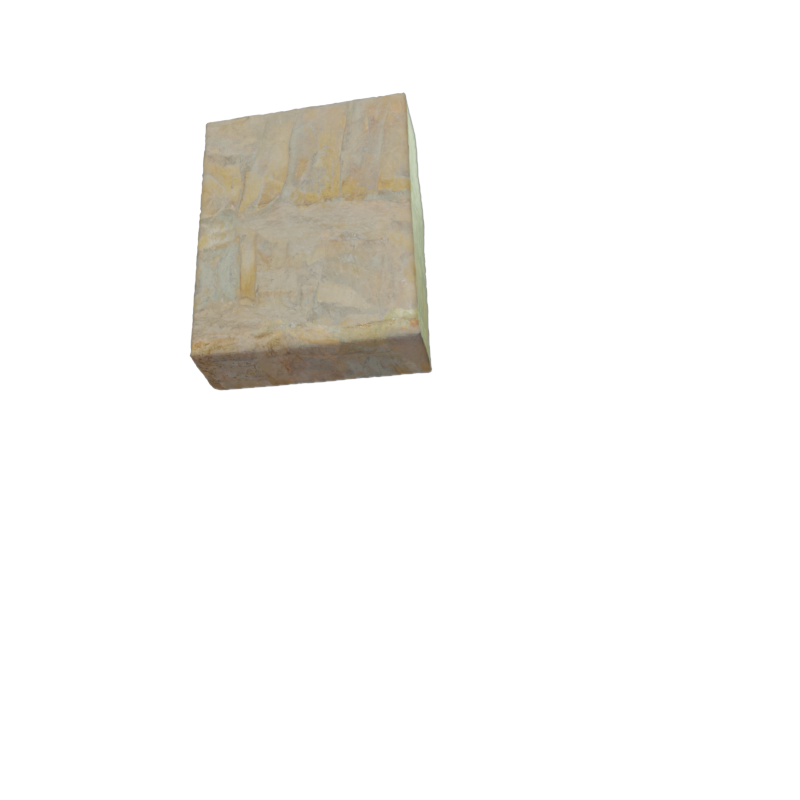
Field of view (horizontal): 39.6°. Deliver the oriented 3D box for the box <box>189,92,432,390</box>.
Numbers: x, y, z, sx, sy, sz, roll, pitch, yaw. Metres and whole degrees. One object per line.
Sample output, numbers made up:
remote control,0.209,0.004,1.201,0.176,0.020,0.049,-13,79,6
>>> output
box,-0.065,-0.119,0.836,0.166,0.228,0.067,-7,-32,9
